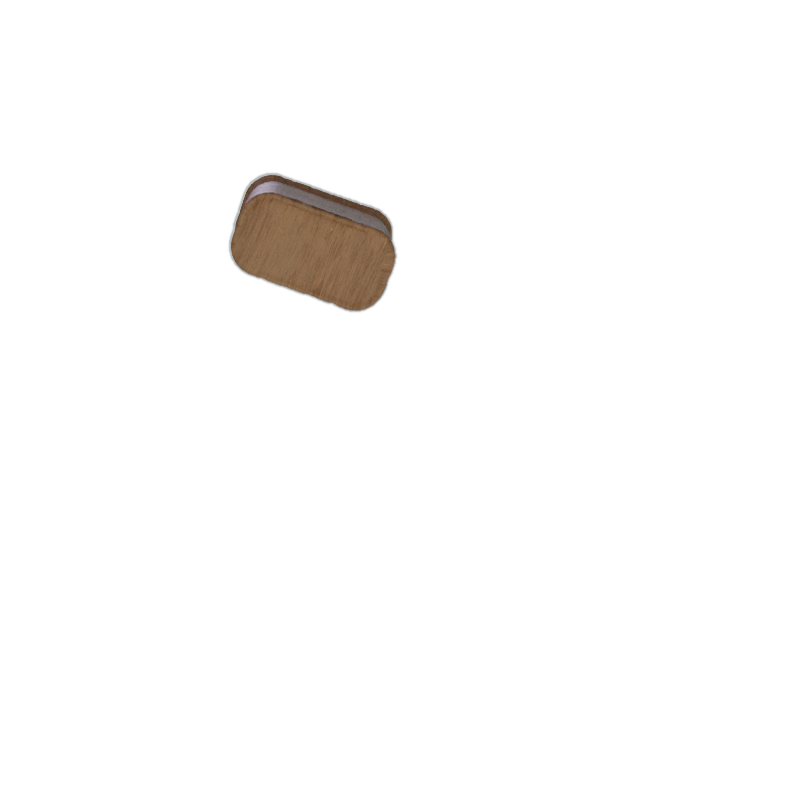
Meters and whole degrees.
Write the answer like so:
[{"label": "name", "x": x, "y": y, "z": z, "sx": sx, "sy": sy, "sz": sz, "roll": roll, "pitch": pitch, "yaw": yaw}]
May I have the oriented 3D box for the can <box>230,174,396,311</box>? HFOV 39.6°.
[{"label": "can", "x": -0.054, "y": -0.098, "z": 0.690, "sx": 0.101, "sy": 0.056, "sz": 0.086, "roll": 19, "pitch": 12, "yaw": -6}]
